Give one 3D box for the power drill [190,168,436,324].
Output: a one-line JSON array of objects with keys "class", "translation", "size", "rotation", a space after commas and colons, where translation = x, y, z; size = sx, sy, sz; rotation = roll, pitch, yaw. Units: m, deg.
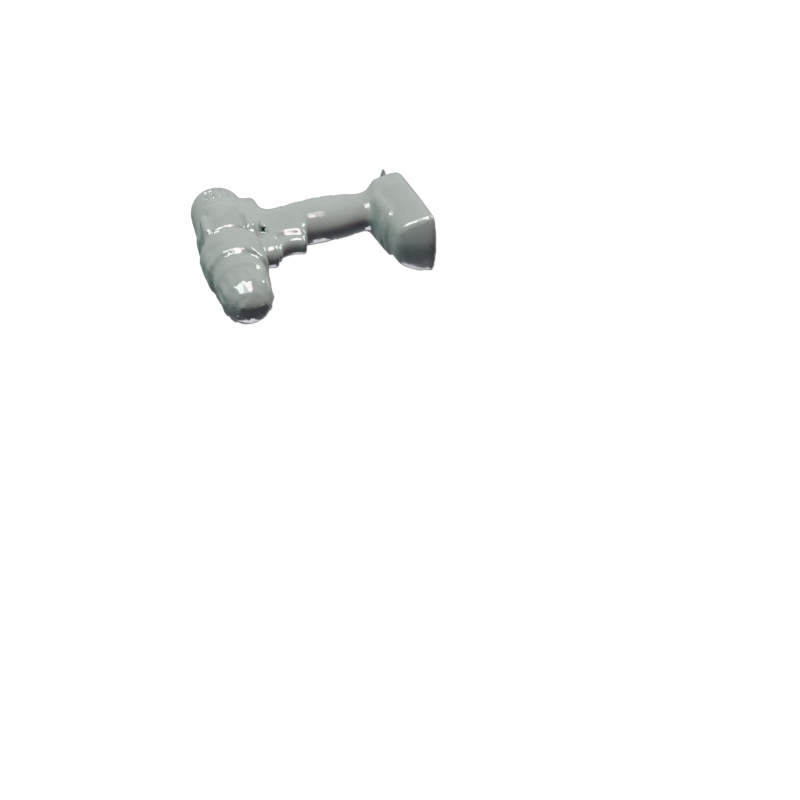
[{"class": "power drill", "translation": [-0.070, -0.128, 0.897], "size": [0.185, 0.054, 0.199], "rotation": [-9, 36, -13]}]
